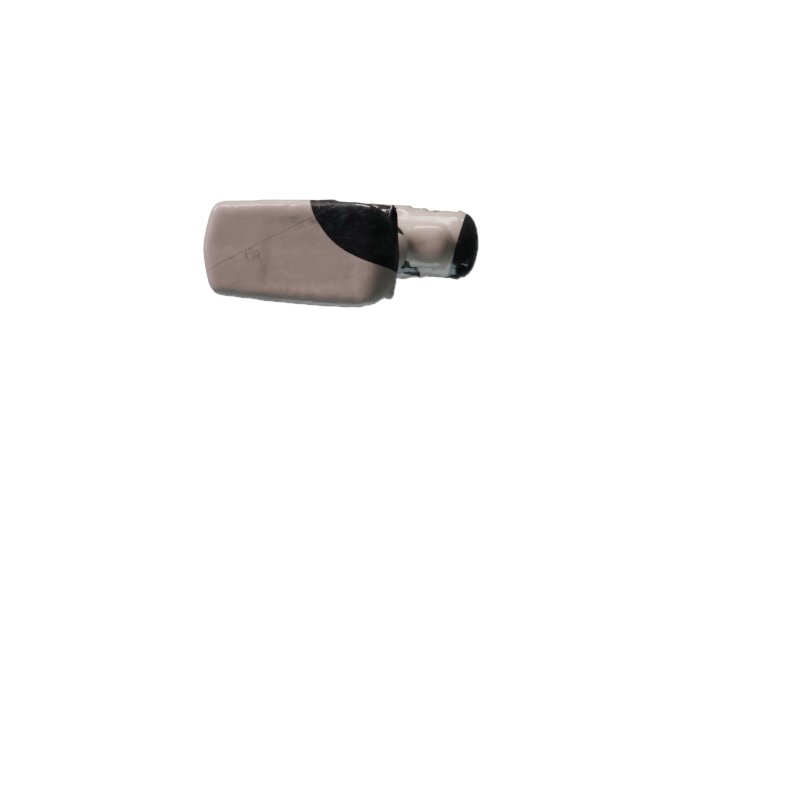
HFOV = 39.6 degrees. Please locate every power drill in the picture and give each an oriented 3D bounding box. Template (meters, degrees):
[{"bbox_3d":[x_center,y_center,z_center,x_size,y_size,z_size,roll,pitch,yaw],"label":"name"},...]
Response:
[{"bbox_3d":[-0.054,-0.098,0.684,0.188,0.056,0.187,3,12,13],"label":"power drill"}]
